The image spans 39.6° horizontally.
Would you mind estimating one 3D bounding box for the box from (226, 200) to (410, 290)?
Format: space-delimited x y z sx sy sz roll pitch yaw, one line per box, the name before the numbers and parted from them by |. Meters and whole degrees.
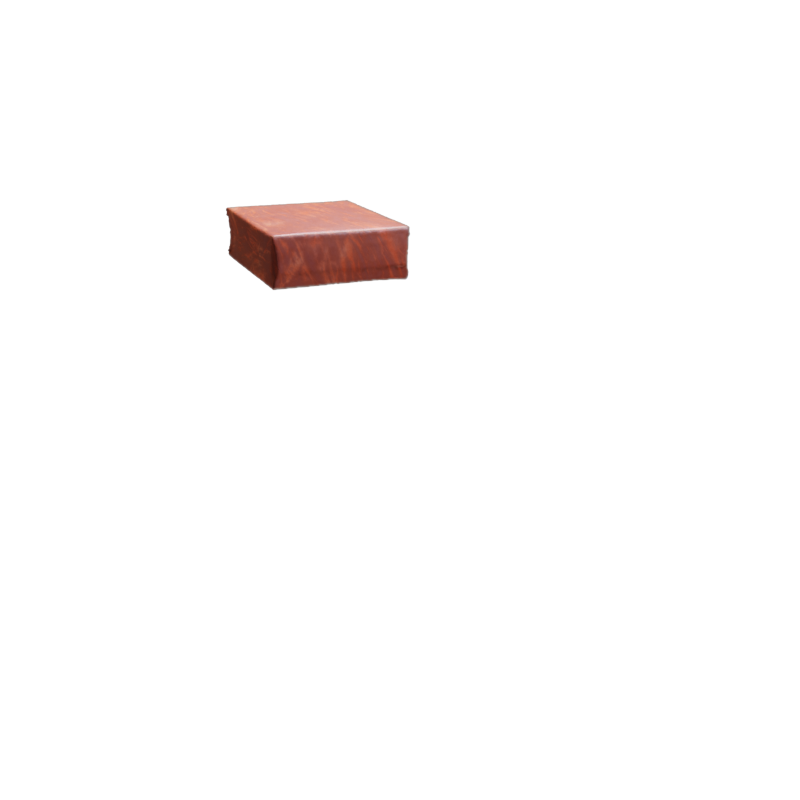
box | -0.056 -0.103 0.718 0.088 0.038 0.119 -6 17 -21
